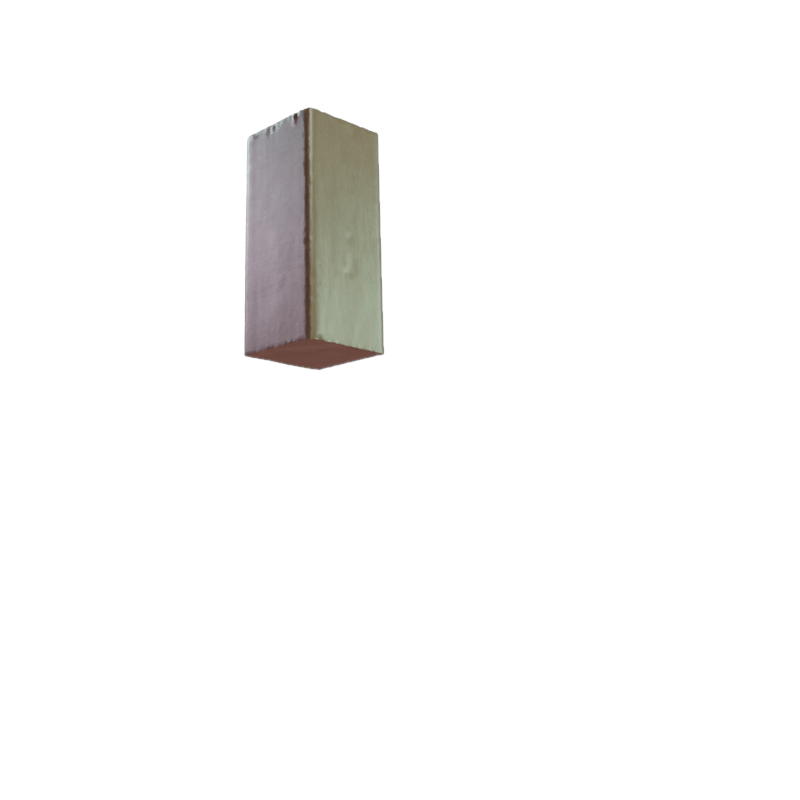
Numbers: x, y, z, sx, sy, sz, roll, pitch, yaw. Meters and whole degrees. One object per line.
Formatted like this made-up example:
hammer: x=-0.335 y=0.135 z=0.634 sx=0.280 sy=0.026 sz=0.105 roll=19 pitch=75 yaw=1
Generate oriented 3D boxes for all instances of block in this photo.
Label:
block: x=-0.078 y=-0.141 z=0.985 sx=0.085 sy=0.215 sz=0.092 roll=15 pitch=-23 yaw=-42
